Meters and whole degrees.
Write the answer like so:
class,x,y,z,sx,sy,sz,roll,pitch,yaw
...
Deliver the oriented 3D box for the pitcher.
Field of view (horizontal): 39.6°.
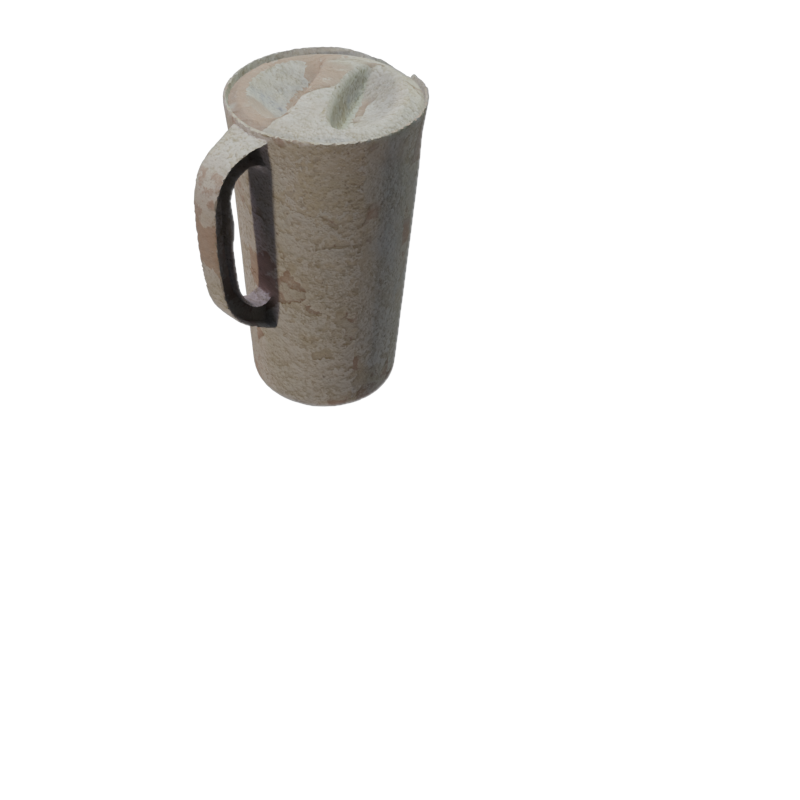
class,x,y,z,sx,sy,sz,roll,pitch,yaw
pitcher,-0.061,-0.111,0.777,0.149,0.227,0.155,0,39,-3
